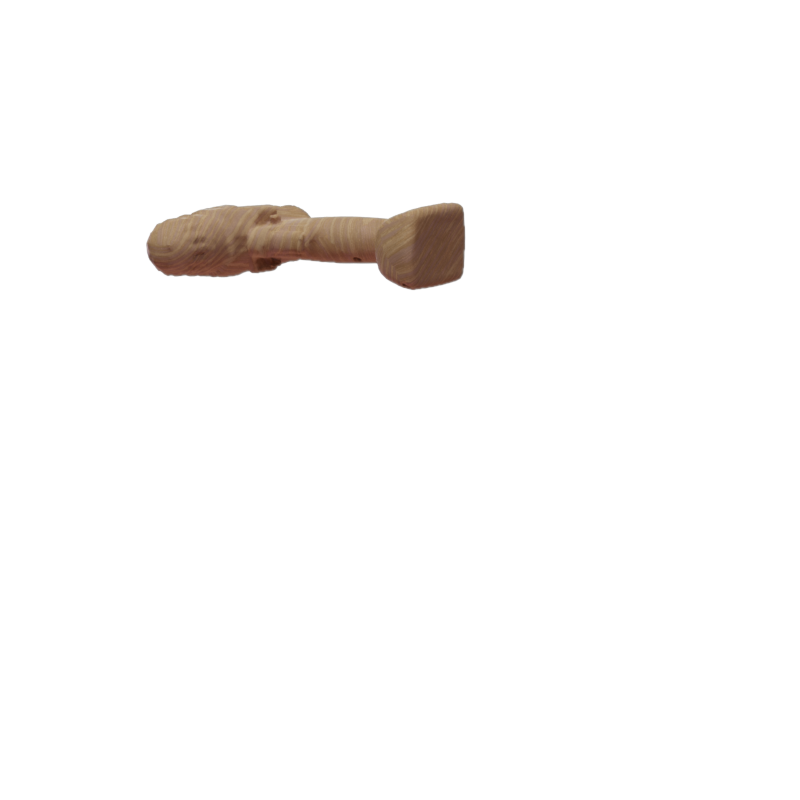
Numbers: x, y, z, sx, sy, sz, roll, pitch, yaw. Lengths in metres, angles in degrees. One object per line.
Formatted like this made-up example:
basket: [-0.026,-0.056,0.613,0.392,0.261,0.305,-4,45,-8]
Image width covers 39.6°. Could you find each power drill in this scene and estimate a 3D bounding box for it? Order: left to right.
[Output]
power drill: [-0.061,-0.112,0.785,0.195,0.056,0.182,7,16,27]
